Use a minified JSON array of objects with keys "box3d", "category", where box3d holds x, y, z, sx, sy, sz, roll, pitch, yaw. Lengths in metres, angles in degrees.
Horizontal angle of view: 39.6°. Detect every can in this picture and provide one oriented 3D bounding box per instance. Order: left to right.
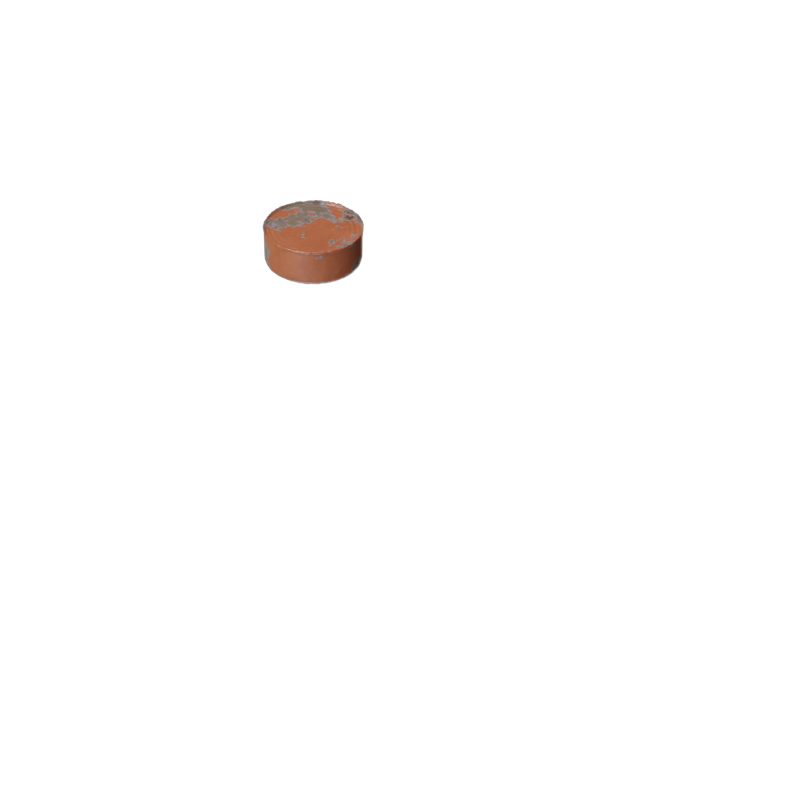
[{"box3d":[-0.074,-0.135,0.947,0.086,0.031,0.092,-1,37,-2],"category":"can"}]
